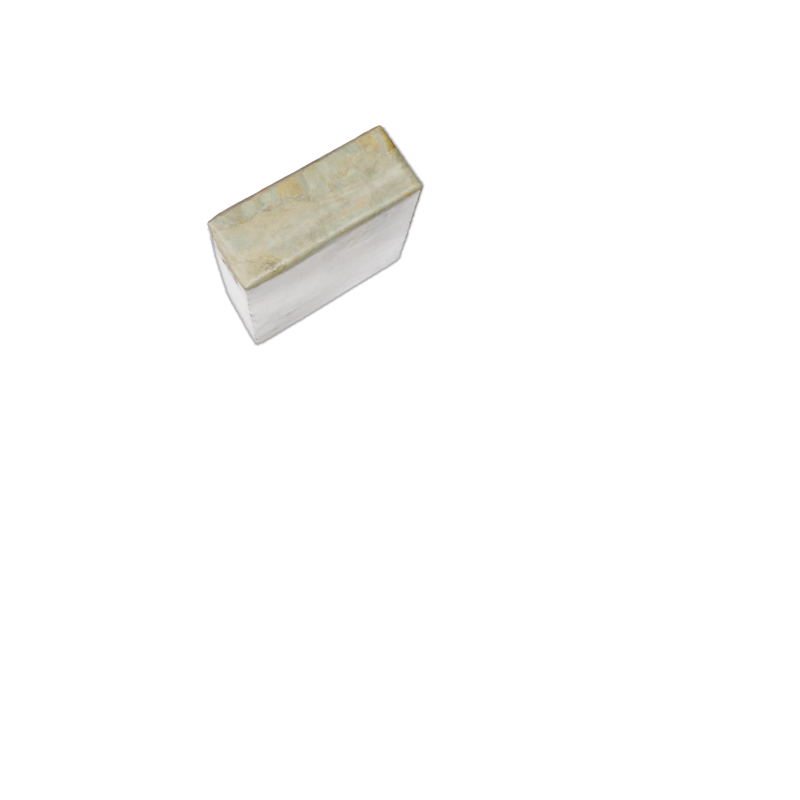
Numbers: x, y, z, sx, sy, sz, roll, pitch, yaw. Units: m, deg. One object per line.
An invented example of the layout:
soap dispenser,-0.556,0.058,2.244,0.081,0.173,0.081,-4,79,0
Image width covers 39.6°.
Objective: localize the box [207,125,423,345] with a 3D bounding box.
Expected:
box,-0.075,-0.136,0.956,0.164,0.074,0.207,-32,-7,-9
